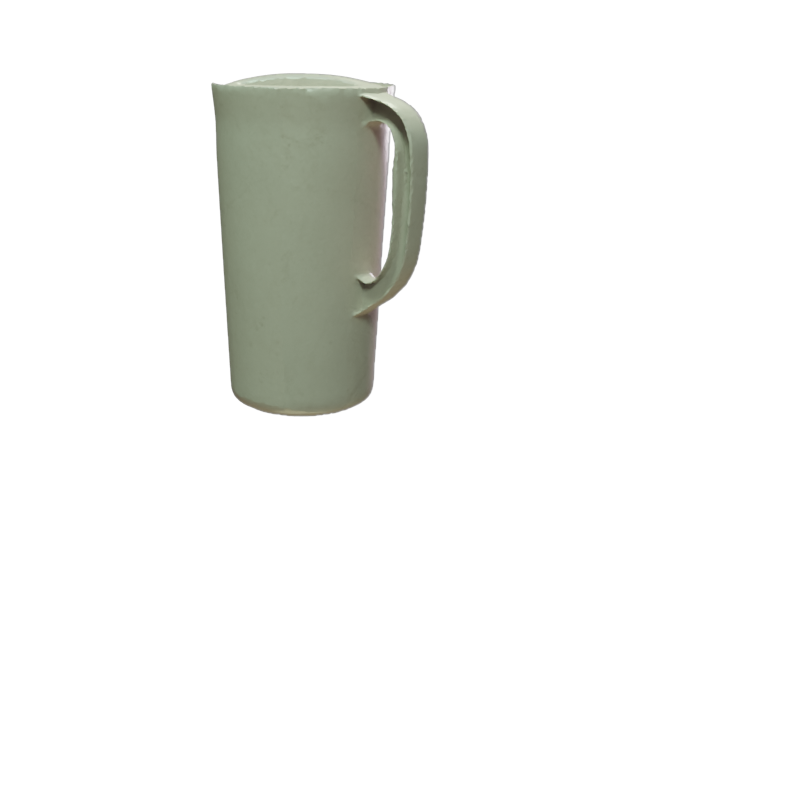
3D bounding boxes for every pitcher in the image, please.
[{"bbox_3d":[-0.063,-0.116,0.810,0.144,0.237,0.155,-1,13,-7],"label":"pitcher"}]
